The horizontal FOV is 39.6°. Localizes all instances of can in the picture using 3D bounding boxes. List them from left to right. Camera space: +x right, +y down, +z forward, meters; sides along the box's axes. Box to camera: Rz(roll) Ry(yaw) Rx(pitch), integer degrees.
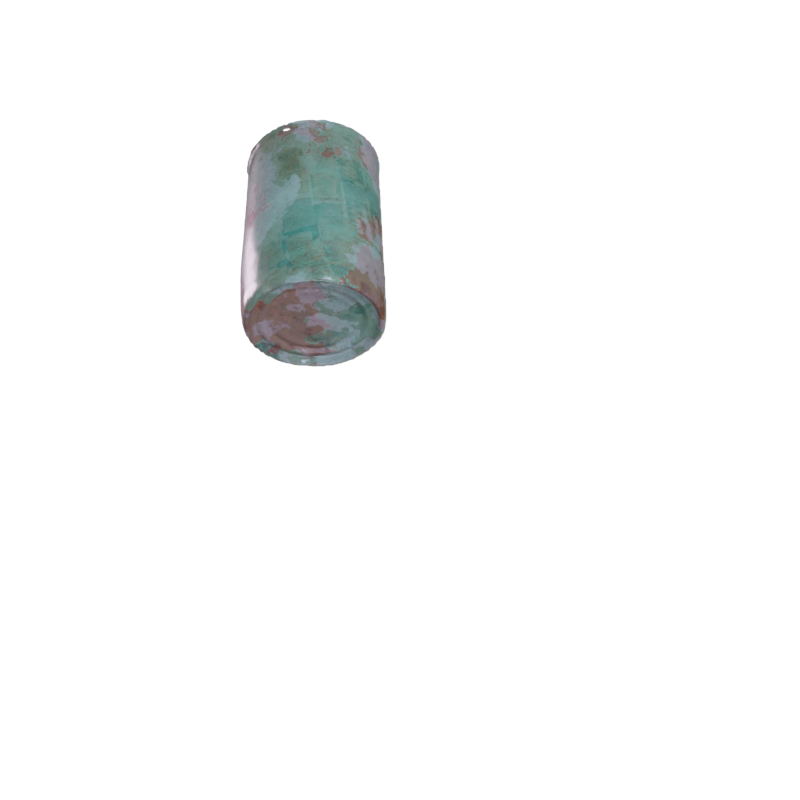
[{"bbox_3d":[-0.042,-0.076,0.535,0.068,0.110,0.064,-1,-38,-3],"label":"can"}]
